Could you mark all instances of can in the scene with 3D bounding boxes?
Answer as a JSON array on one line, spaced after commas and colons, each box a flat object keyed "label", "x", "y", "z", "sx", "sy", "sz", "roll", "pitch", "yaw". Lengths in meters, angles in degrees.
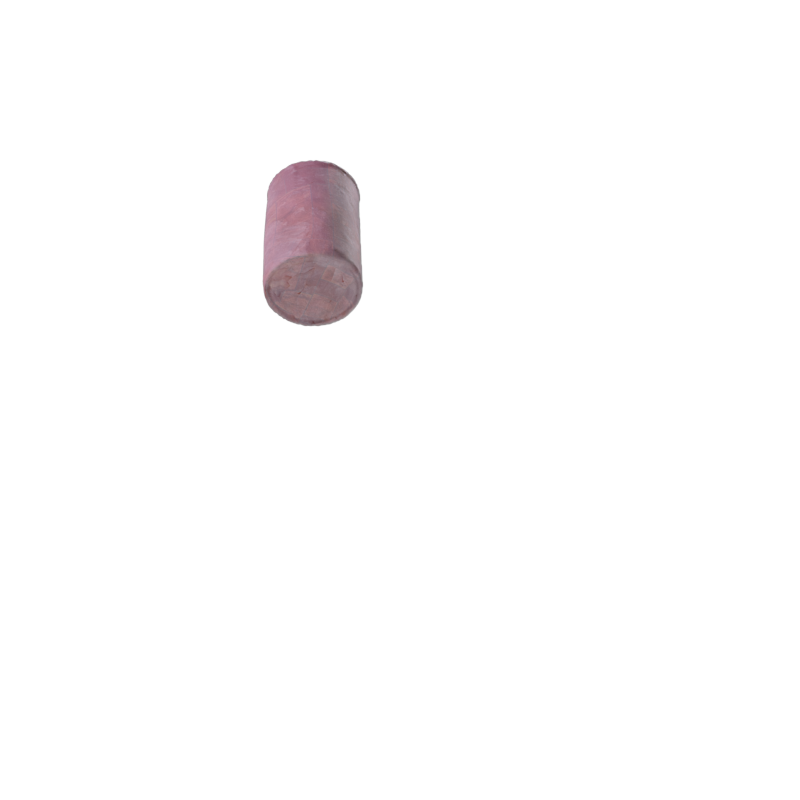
[{"label": "can", "x": -0.060, "y": -0.109, "z": 0.767, "sx": 0.068, "sy": 0.064, "sz": 0.110, "roll": -1, "pitch": 44, "yaw": -3}]
